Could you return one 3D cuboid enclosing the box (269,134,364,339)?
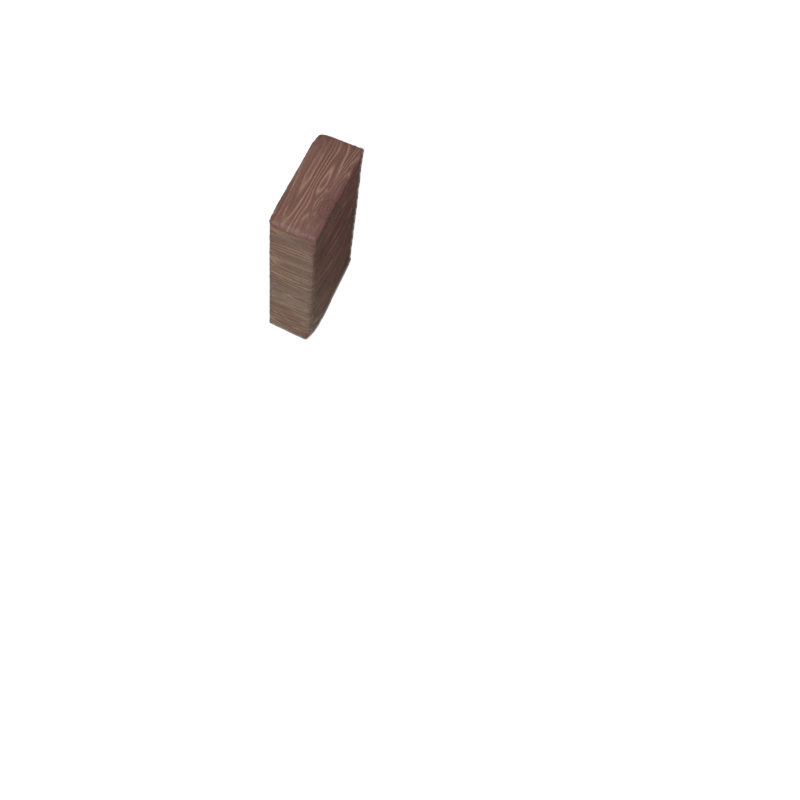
[{"bbox_3d":[-0.071,-0.129,0.903,0.049,0.097,0.166,22,-25,6],"label":"box"}]
